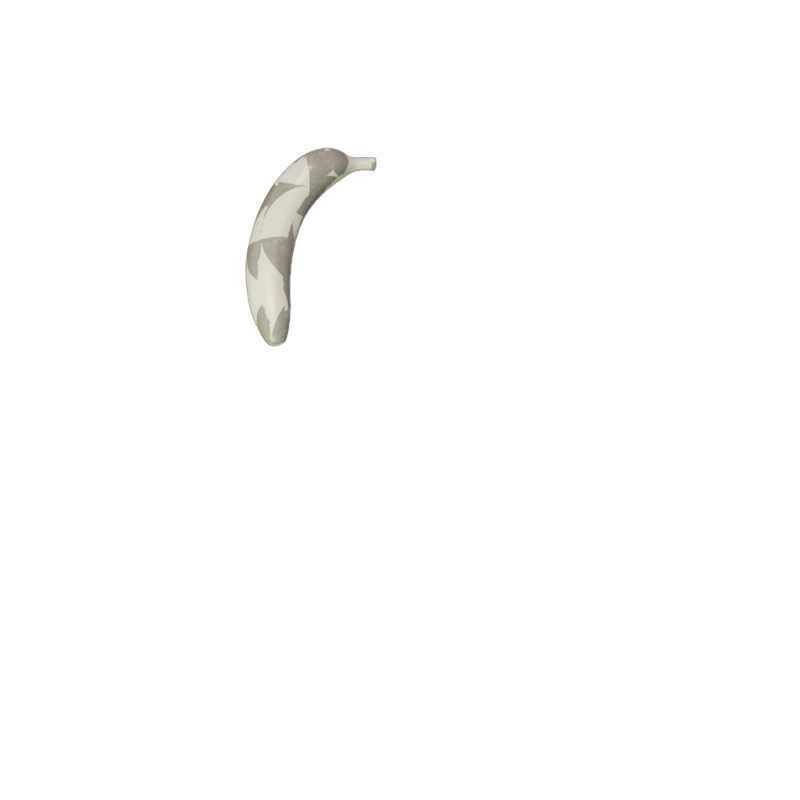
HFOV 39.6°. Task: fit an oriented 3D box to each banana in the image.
[{"bbox_3d":[-0.086,-0.139,0.904,0.071,0.205,0.035,20,-26,9],"label":"banana"}]
